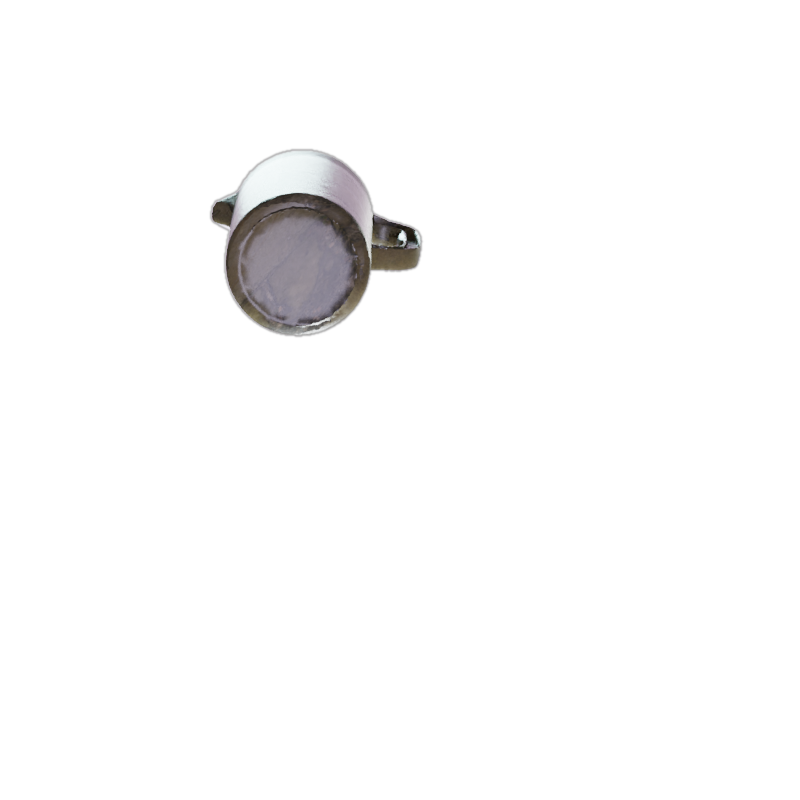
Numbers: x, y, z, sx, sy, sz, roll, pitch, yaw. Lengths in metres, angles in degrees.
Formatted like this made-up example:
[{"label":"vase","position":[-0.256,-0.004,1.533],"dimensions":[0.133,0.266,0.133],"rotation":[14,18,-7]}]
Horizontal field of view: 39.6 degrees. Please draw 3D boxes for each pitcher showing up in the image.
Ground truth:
[{"label":"pitcher","position":[-0.072,-0.132,0.925],"dimensions":[0.149,0.141,0.251],"rotation":[-35,15,6]}]
